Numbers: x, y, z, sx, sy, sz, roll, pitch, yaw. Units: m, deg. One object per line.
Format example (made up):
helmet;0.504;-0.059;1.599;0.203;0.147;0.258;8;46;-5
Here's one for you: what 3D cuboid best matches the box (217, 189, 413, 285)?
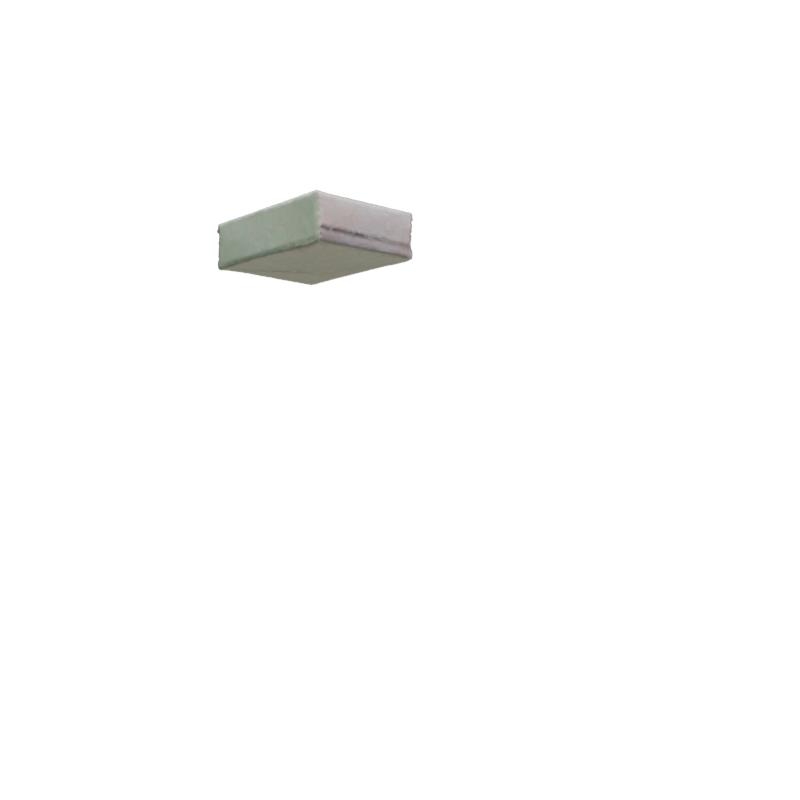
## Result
box;-0.061;-0.111;0.780;0.086;0.040;0.116;5;-7;-43
